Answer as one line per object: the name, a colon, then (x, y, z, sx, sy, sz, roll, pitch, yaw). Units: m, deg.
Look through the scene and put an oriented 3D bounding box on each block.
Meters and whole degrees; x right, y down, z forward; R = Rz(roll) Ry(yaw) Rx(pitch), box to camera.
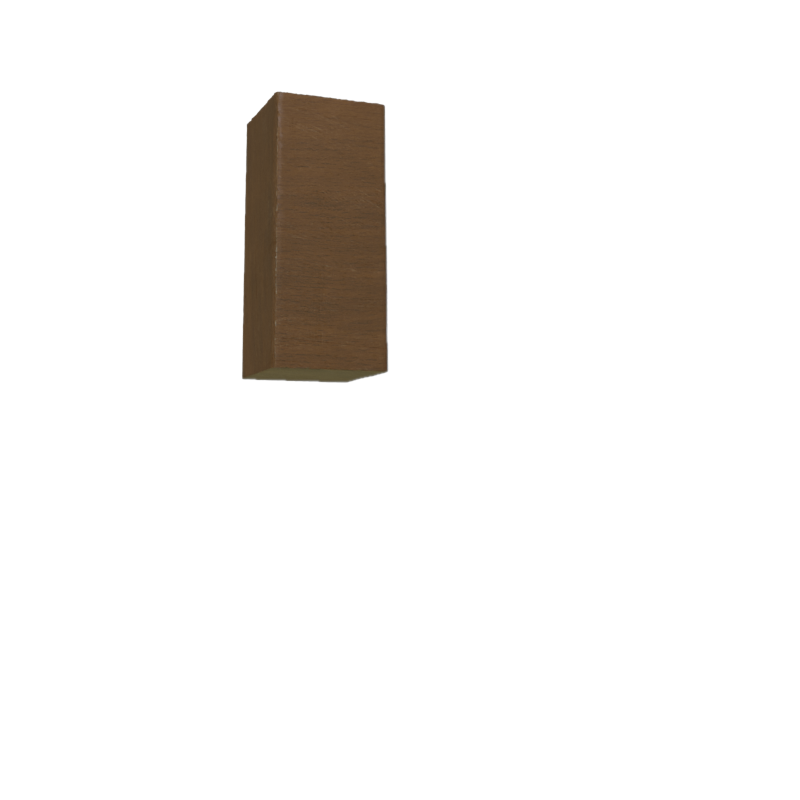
block: (-0.067, -0.122, 0.854, 0.088, 0.212, 0.090, 4, -12, -21)
